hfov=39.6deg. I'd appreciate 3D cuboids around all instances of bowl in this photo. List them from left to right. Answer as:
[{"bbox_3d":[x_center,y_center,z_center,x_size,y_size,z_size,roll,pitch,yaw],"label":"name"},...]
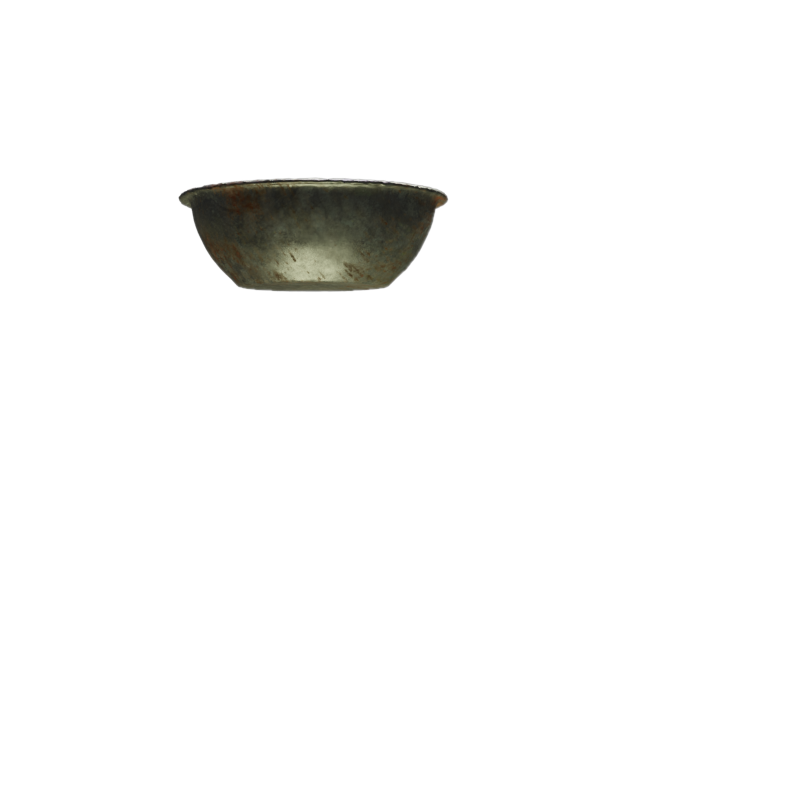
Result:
[{"bbox_3d":[-0.052,-0.095,0.665,0.162,0.055,0.161,0,1,-2],"label":"bowl"}]
